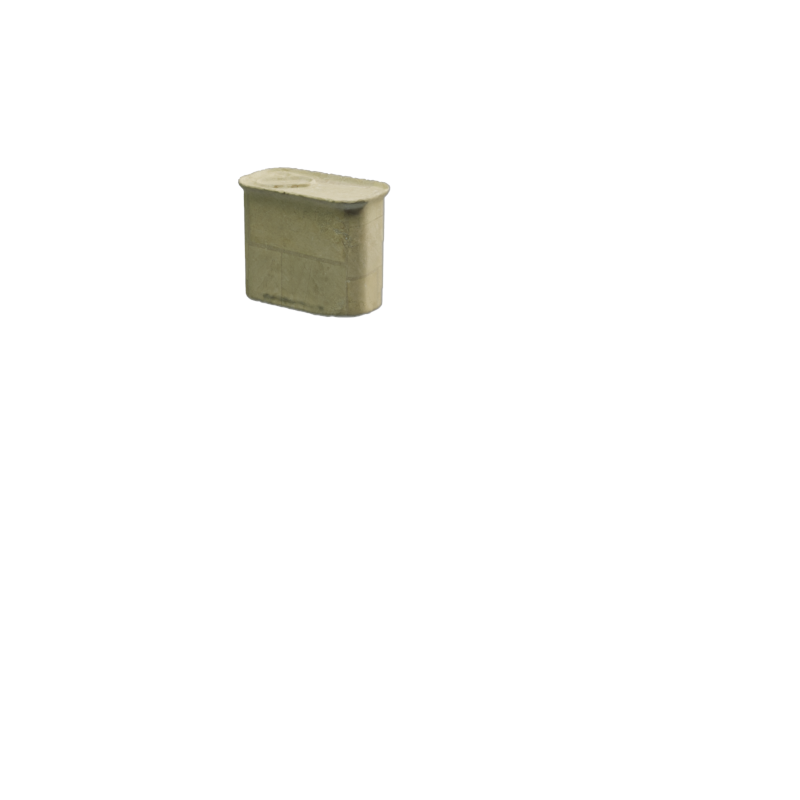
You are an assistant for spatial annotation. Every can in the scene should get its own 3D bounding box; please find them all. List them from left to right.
[{"bbox_3d":[-0.059,-0.107,0.753,0.107,0.080,0.057,14,24,29],"label":"can"}]
